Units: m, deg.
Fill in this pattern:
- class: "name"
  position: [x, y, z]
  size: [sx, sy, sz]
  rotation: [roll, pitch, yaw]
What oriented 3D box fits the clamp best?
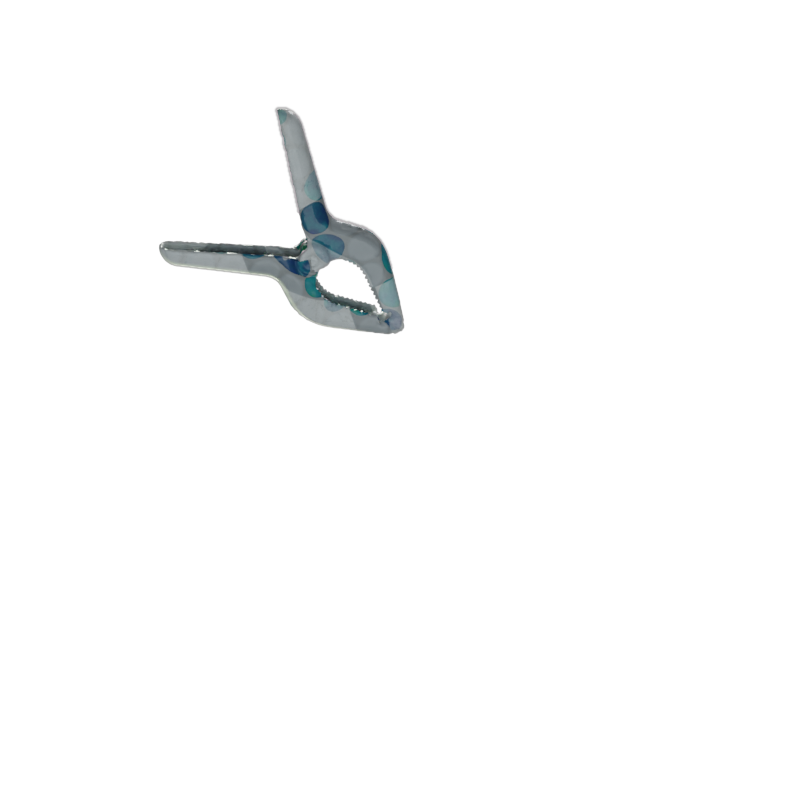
- class: "clamp"
  position: [-0.072, -0.132, 0.925]
  size: [0.204, 0.161, 0.038]
  rotation: [32, 19, -12]
